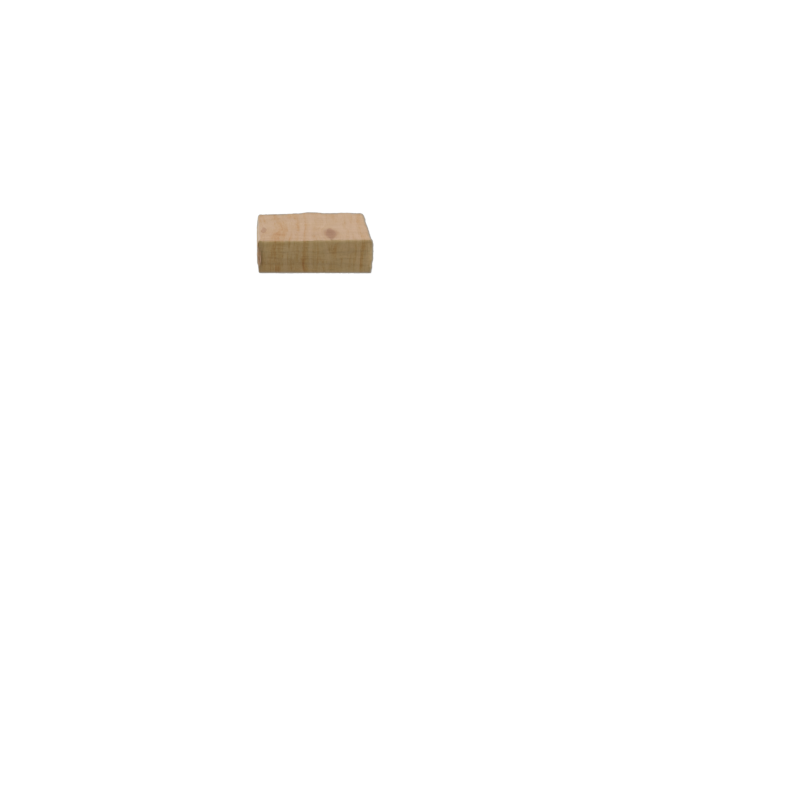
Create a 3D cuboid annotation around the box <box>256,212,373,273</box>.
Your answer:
[{"bbox_3d":[-0.068,-0.125,0.873,0.089,0.029,0.077,-2,24,-4],"label":"box"}]
